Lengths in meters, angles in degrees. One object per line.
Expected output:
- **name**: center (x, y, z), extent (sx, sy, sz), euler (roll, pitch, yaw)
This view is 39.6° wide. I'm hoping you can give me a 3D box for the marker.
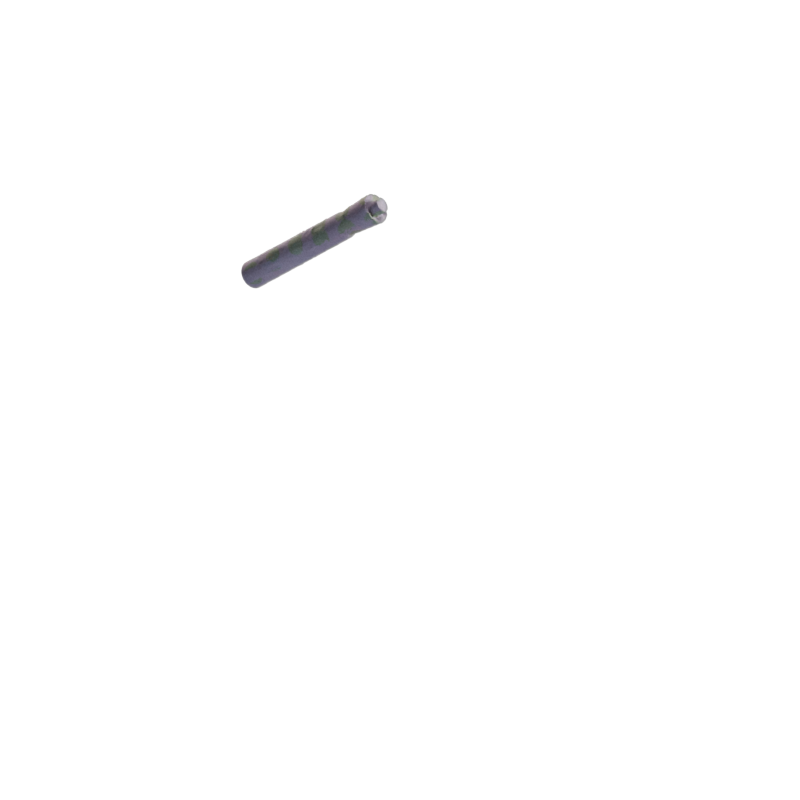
- **marker**: center (-0.054, -0.098, 0.687), extent (0.122, 0.020, 0.019), euler (-21, -11, 40)
